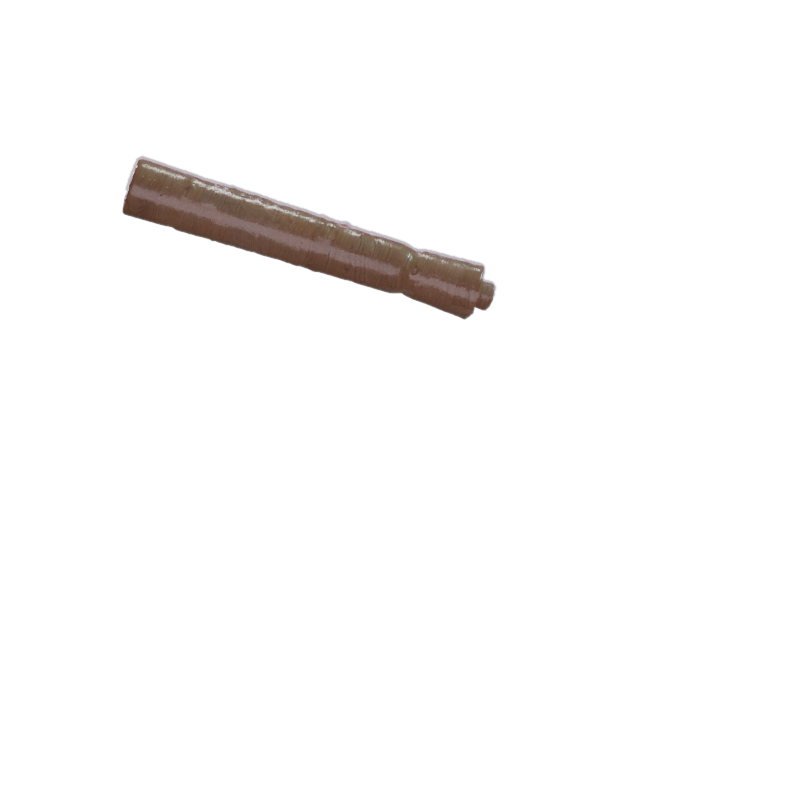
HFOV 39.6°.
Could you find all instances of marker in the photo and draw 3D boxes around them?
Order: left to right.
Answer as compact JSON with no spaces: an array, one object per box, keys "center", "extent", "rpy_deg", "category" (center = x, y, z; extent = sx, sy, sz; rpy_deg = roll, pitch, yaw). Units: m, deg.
[{"center":[-0.028,-0.050,0.354],"extent":[0.120,0.020,0.020],"rpy_deg":[17,2,-5],"category":"marker"}]
